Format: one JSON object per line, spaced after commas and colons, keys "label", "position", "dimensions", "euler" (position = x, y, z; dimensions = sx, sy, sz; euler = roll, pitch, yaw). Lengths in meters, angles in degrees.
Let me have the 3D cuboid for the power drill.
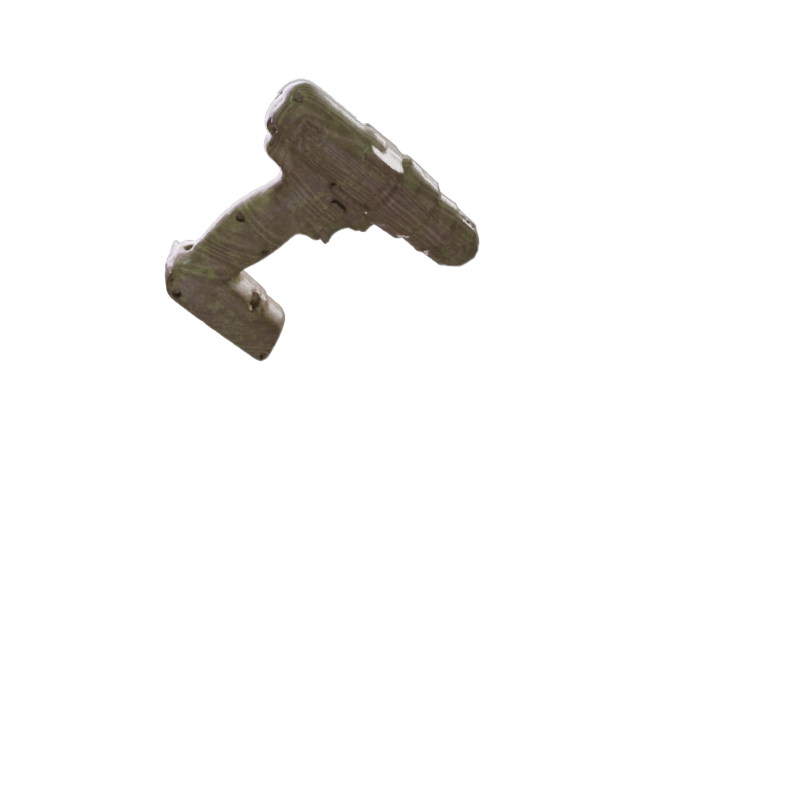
{"label": "power drill", "position": [-0.062, -0.113, 0.793], "dimensions": [0.176, 0.185, 0.061], "euler": [39, 23, -21]}
